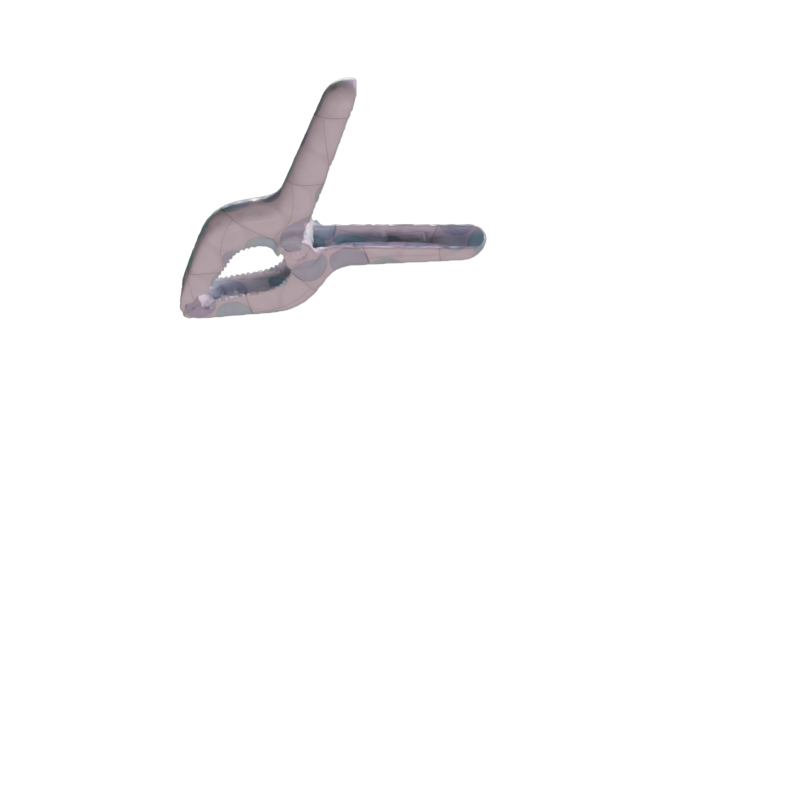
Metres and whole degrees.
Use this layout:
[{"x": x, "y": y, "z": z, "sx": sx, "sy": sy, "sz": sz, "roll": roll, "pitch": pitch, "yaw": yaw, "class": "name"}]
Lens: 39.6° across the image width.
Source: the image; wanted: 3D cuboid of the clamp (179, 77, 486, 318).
[{"x": -0.058, "y": -0.107, "z": 0.747, "sx": 0.209, "sy": 0.039, "sz": 0.154, "roll": -32, "pitch": -54, "yaw": 27, "class": "clamp"}]
